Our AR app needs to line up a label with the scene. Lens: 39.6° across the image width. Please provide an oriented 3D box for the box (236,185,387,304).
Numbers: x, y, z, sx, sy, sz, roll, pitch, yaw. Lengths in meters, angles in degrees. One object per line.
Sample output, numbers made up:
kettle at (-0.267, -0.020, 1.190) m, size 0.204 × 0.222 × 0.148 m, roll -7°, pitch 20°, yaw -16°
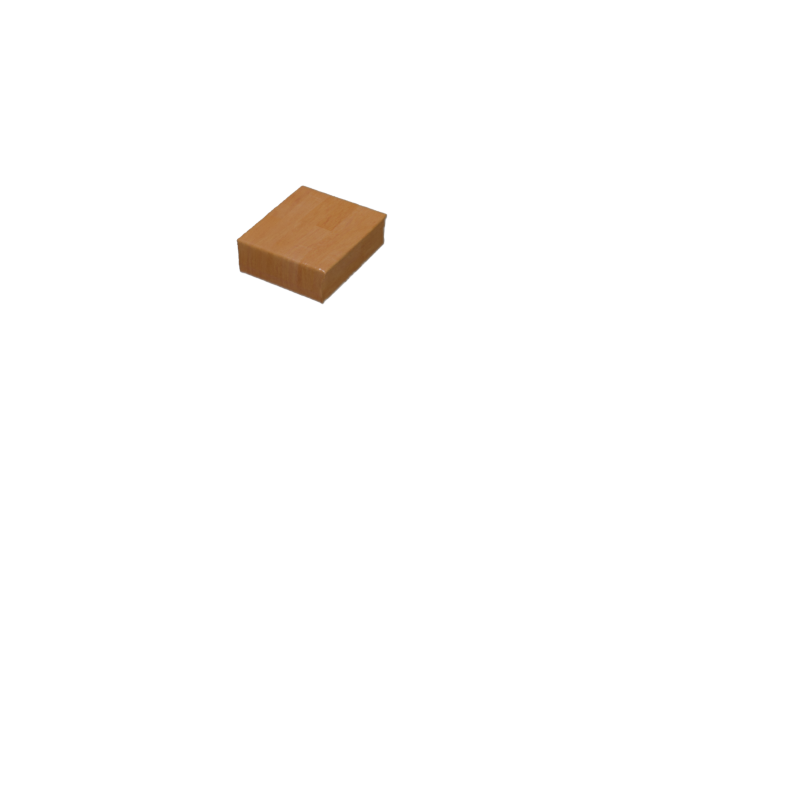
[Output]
box at (-0.077, -0.139, 0.976) m, size 0.094 × 0.036 × 0.116 m, roll 20°, pitch 44°, yaw 21°
